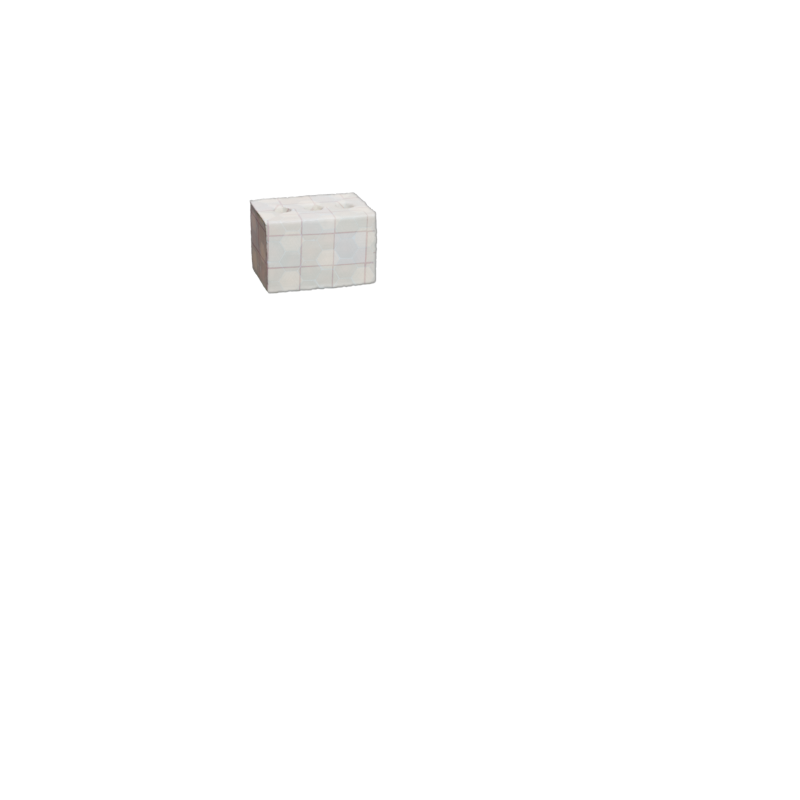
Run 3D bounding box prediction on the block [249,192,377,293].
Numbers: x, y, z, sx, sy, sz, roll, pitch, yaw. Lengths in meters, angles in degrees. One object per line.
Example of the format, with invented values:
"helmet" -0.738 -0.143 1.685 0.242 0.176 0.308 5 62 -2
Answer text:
"block" -0.059 -0.108 0.754 0.077 0.049 0.056 -7 24 -16
